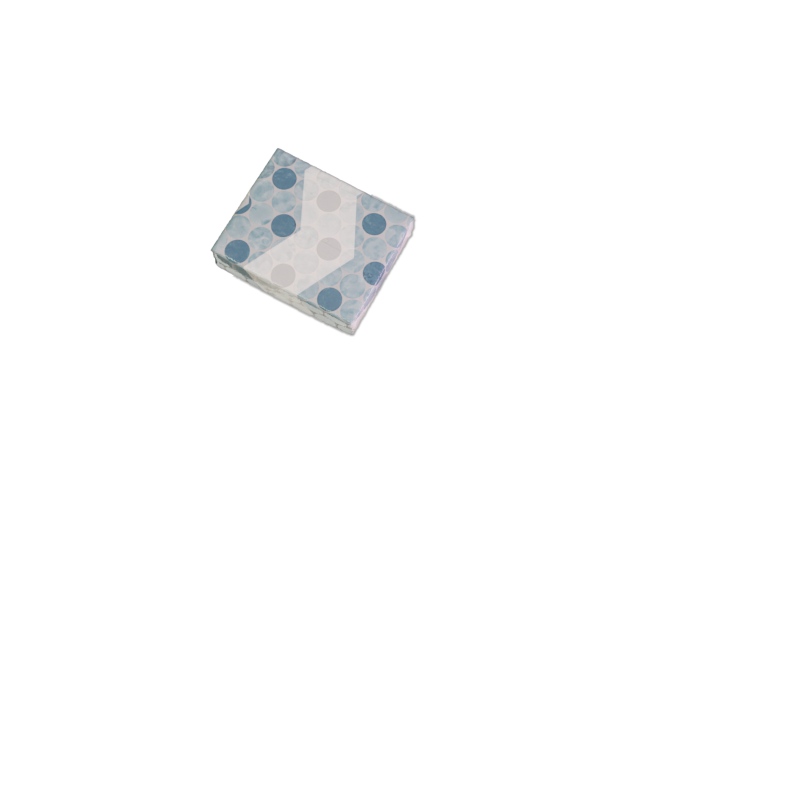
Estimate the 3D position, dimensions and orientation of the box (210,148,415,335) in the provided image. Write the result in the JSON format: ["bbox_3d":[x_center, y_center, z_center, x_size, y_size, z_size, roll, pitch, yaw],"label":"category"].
[{"bbox_3d":[-0.060,-0.109,0.765,0.116,0.092,0.037,28,-17,9],"label":"box"}]
